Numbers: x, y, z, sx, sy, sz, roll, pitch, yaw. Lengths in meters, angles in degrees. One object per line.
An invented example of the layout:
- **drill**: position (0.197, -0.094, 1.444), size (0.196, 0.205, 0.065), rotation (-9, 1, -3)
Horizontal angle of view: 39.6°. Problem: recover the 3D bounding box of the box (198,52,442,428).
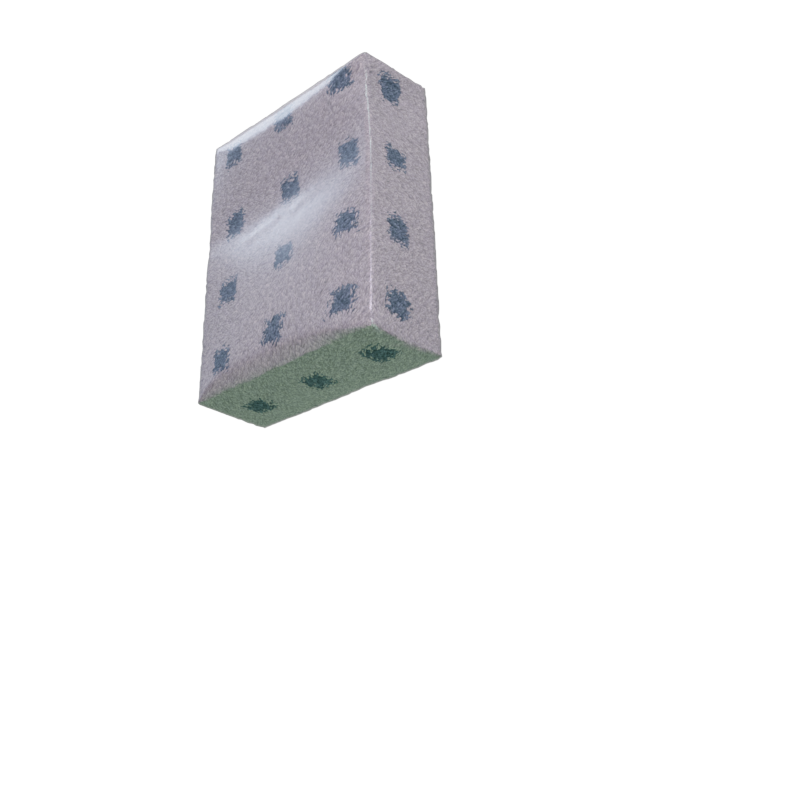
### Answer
- **box**: position (-0.060, -0.109, 0.761), size (0.165, 0.227, 0.067), rotation (-24, -35, 36)
